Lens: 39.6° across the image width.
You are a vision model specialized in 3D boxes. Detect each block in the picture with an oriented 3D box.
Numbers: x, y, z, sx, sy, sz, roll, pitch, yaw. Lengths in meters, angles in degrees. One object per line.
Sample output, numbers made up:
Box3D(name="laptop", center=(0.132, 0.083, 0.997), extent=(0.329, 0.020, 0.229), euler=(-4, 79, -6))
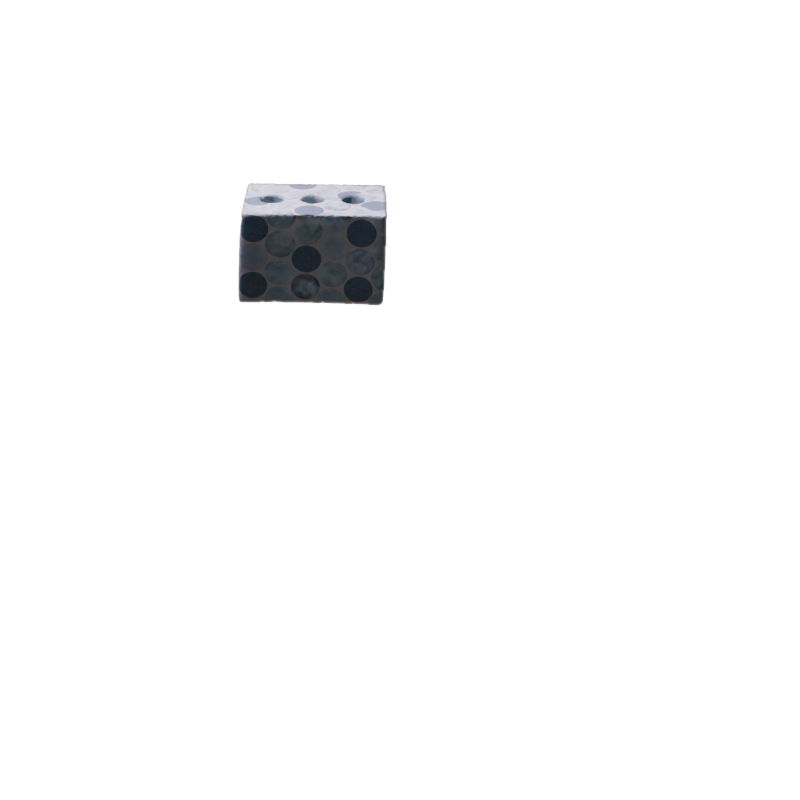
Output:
Box3D(name="block", center=(-0.047, -0.086, 0.602), extent=(0.078, 0.049, 0.056), euler=(1, 27, 0))
